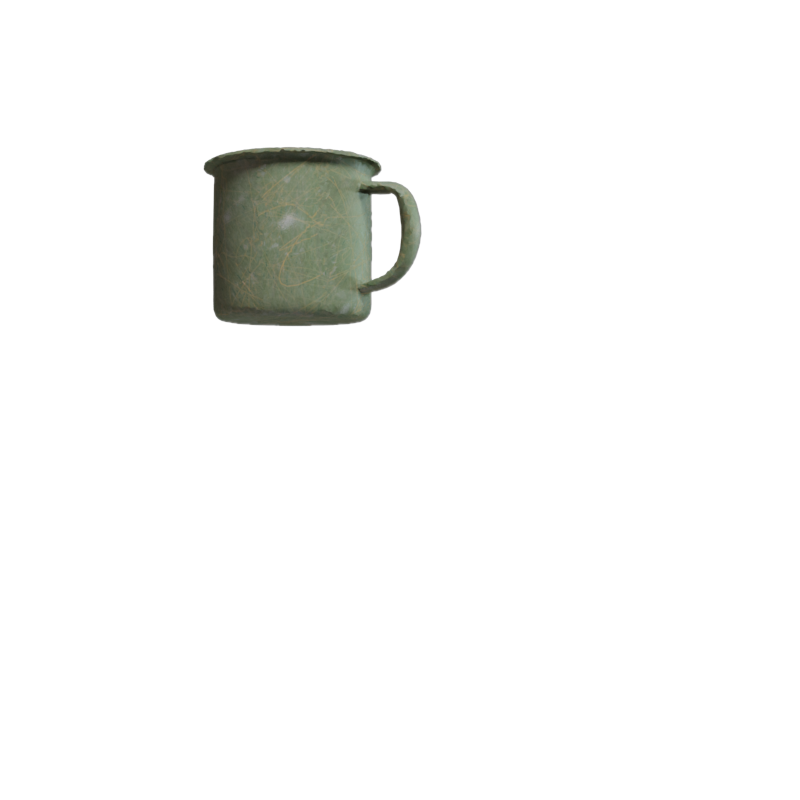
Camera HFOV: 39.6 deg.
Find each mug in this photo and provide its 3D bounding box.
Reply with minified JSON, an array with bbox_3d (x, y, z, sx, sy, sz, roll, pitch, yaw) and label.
[{"bbox_3d":[-0.044,-0.081,0.568,0.120,0.083,0.089,-1,-4,23],"label":"mug"}]
